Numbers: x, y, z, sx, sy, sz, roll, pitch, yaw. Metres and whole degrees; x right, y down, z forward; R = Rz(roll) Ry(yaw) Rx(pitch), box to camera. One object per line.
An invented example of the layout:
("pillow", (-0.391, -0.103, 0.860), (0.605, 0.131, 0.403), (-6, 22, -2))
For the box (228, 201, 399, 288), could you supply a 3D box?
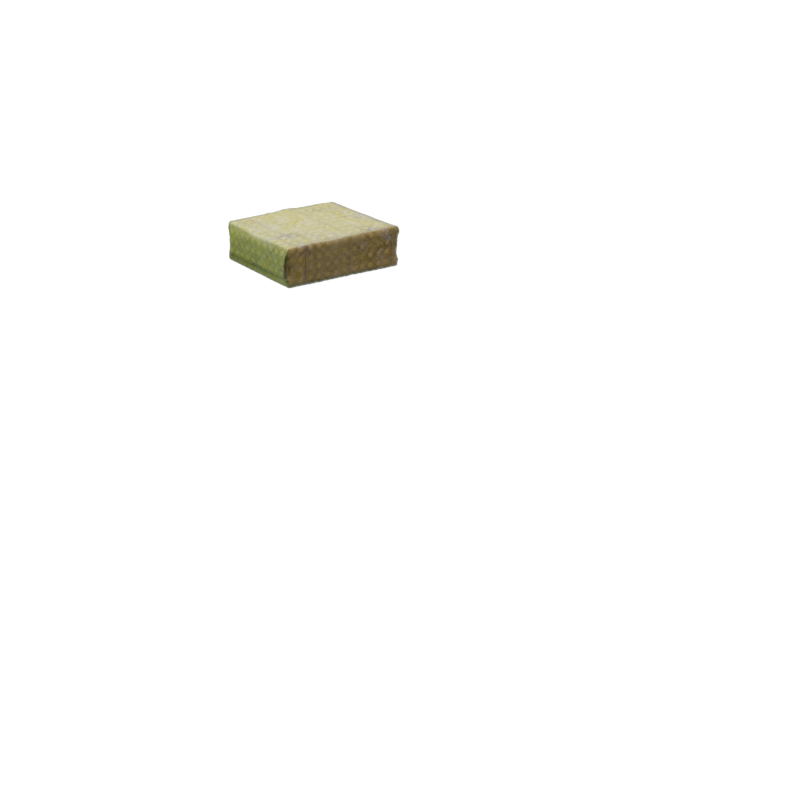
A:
("box", (-0.057, -0.104, 0.728), (0.088, 0.029, 0.078), (-17, 29, -33))
